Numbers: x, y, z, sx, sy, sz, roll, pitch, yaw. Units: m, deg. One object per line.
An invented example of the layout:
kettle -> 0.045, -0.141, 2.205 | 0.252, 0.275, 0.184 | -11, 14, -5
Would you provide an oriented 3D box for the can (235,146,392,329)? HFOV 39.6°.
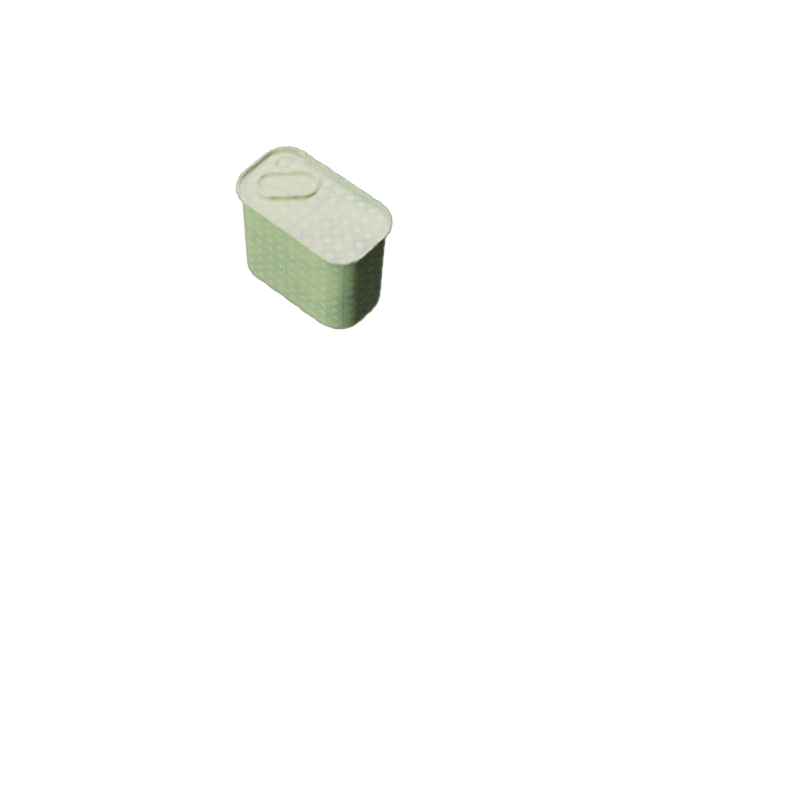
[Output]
can -> -0.057, -0.104, 0.727 | 0.107, 0.058, 0.078 | 37, -27, 20
